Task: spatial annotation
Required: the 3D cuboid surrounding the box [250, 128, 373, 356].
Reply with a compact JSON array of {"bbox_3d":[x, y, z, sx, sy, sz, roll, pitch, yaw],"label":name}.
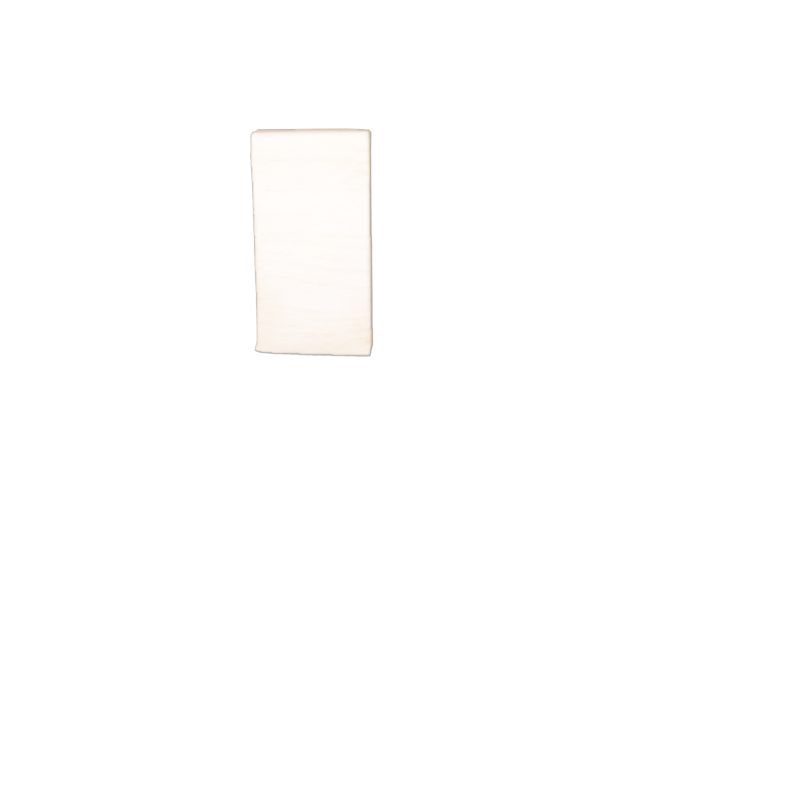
[{"bbox_3d":[-0.068,-0.124,0.871,0.094,0.173,0.049,1,8,5],"label":"box"}]
